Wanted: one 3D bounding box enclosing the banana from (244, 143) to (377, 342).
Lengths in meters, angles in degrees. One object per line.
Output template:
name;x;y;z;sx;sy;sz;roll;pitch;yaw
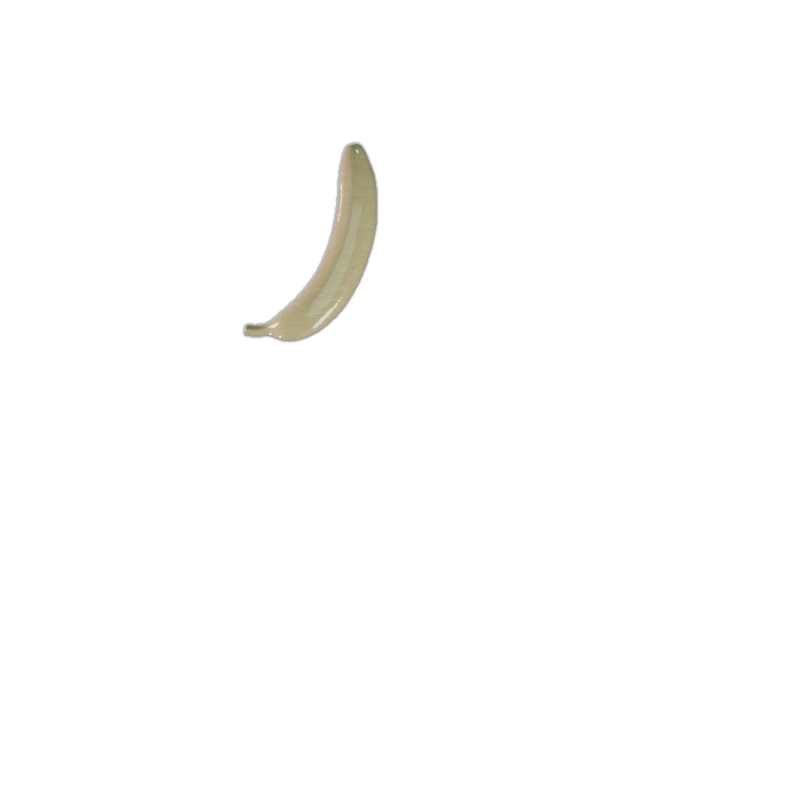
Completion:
banana;-0.062;-0.126;0.973;0.069;0.198;0.037;30;-1;-1
